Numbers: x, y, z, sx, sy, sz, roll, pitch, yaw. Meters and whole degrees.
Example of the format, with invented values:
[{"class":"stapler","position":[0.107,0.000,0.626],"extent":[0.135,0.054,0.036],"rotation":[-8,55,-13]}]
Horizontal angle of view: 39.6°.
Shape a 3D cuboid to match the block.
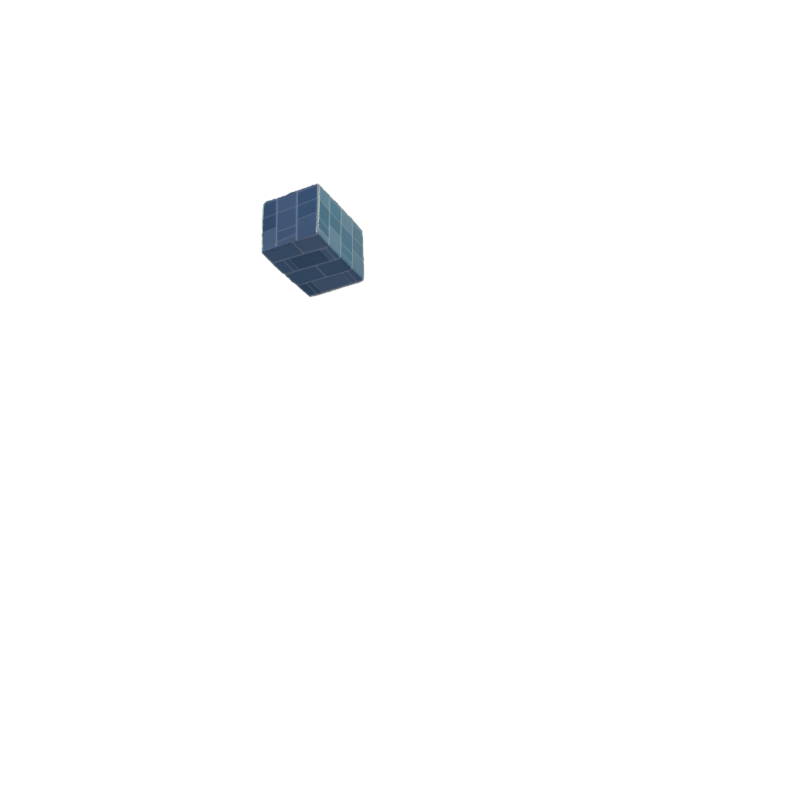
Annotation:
[{"class":"block","position":[-0.070,-0.127,0.889],"extent":[0.053,0.055,0.072],"rotation":[-16,-34,23]}]
